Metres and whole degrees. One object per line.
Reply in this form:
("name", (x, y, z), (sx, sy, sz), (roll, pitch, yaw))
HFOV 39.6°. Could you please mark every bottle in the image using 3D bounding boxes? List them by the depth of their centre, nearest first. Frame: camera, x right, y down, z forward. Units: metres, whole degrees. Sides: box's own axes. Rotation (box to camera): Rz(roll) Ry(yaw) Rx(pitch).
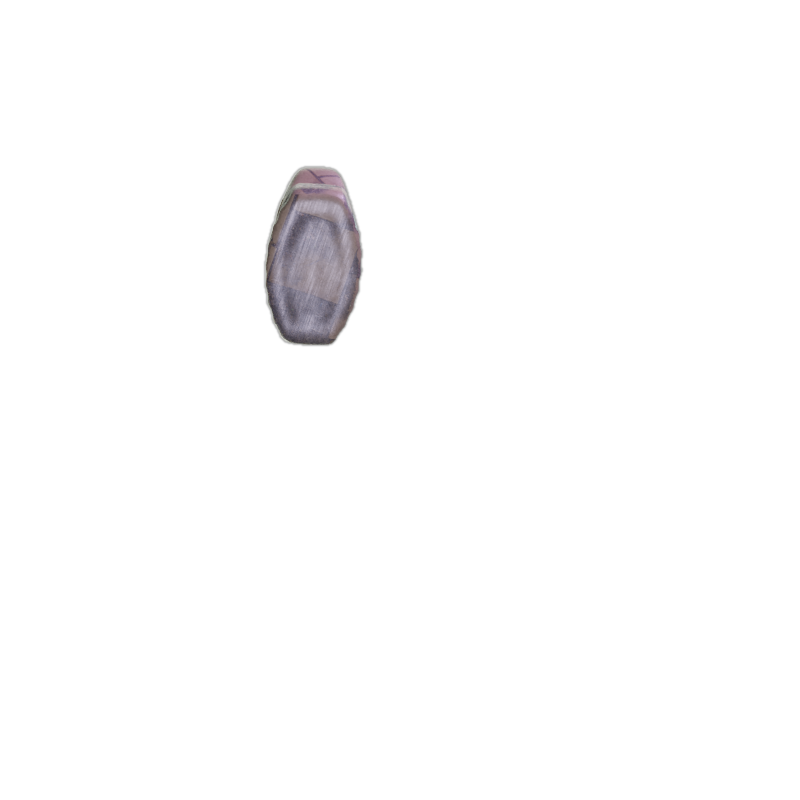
("bottle", (-0.058, -0.106, 0.745), (0.058, 0.093, 0.199), (2, 17, -5))
